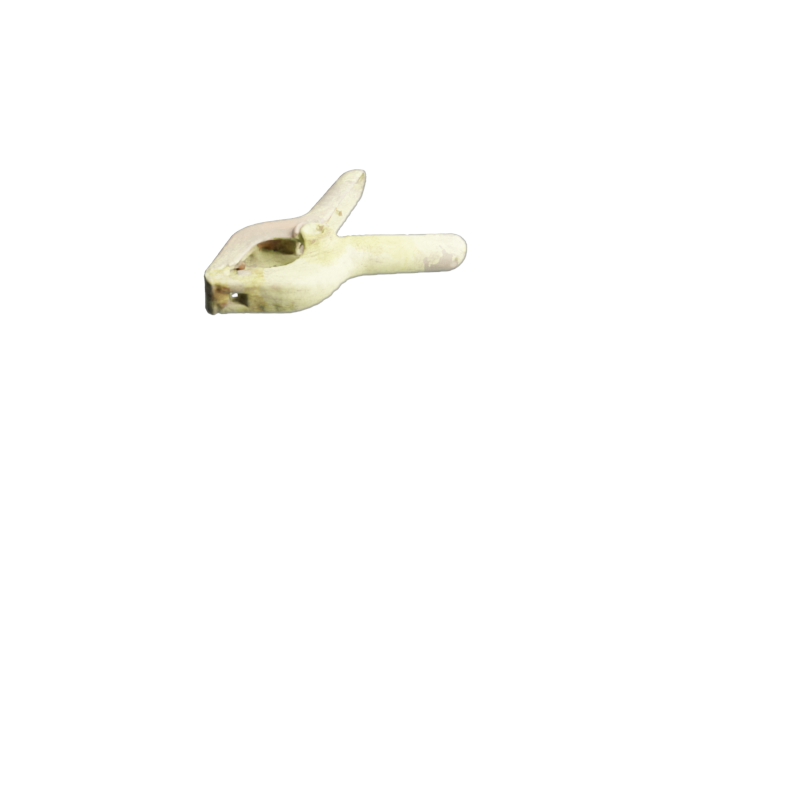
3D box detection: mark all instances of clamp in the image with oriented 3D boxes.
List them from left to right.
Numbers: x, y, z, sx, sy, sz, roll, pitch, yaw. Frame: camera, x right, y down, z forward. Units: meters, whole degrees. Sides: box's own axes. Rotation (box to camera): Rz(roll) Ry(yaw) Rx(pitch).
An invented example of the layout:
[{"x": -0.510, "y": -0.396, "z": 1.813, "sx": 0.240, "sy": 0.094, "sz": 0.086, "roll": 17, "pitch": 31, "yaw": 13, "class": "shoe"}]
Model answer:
[{"x": -0.057, "y": -0.103, "z": 0.724, "sx": 0.169, "sy": 0.037, "sz": 0.130, "roll": -17, "pitch": 37, "yaw": -24, "class": "clamp"}]
